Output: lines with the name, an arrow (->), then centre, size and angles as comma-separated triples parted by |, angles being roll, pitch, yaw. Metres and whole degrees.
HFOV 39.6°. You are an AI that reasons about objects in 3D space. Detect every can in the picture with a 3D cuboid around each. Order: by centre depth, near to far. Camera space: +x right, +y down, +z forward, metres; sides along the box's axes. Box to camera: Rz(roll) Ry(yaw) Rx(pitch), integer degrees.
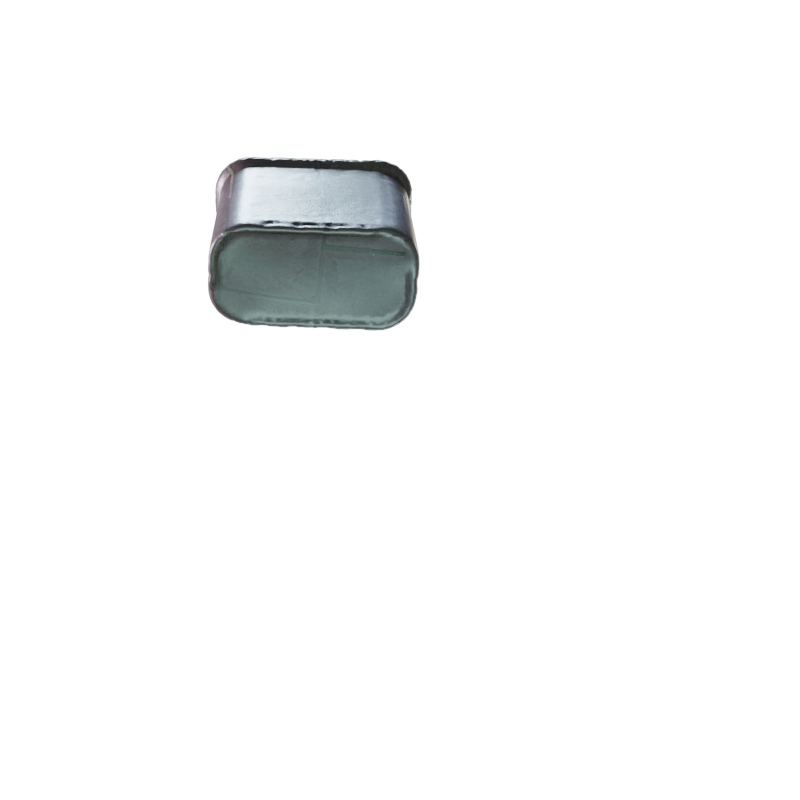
can -> -0.042, -0.077, 0.541 | 0.102, 0.054, 0.089 | 1, 29, -2
